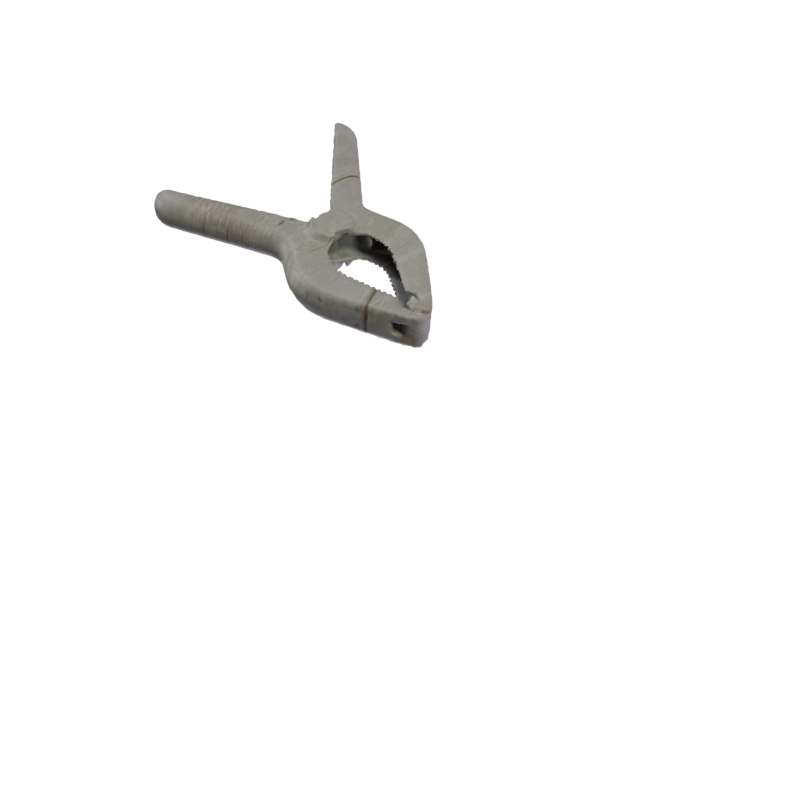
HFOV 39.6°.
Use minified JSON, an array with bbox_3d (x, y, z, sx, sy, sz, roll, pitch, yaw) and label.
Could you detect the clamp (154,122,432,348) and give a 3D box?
[{"bbox_3d":[-0.058,-0.106,0.741,0.163,0.034,0.227,-22,50,-20],"label":"clamp"}]
